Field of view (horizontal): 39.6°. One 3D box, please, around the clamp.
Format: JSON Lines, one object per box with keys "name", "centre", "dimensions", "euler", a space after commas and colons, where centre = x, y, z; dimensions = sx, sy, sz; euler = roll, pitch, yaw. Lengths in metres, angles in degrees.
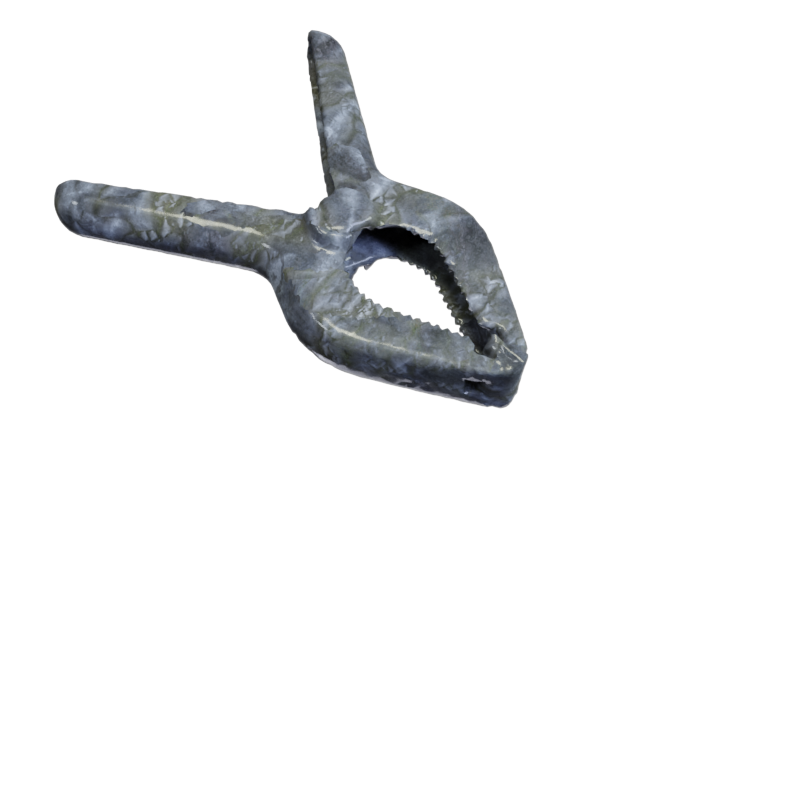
{"name": "clamp", "centre": [-0.037, -0.068, 0.478], "dimensions": [0.165, 0.224, 0.034], "euler": [-32, -29, -20]}
